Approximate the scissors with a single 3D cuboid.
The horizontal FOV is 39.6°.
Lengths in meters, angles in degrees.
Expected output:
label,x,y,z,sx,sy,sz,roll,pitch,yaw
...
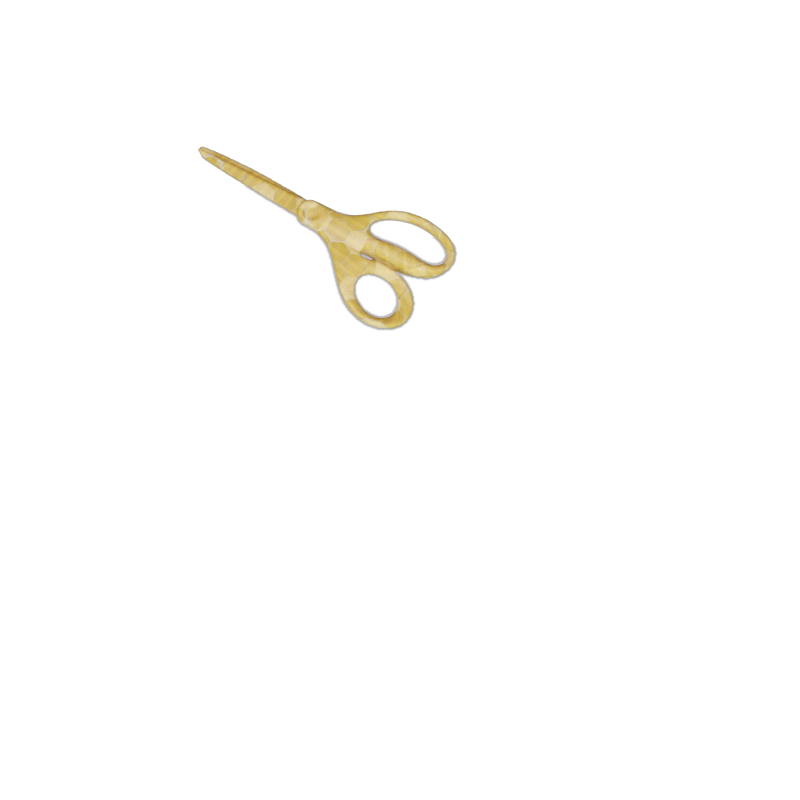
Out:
label,x,y,z,sx,sy,sz,roll,pitch,yaw
scissors,-0.062,-0.114,0.796,0.203,0.099,0.015,15,-16,4
